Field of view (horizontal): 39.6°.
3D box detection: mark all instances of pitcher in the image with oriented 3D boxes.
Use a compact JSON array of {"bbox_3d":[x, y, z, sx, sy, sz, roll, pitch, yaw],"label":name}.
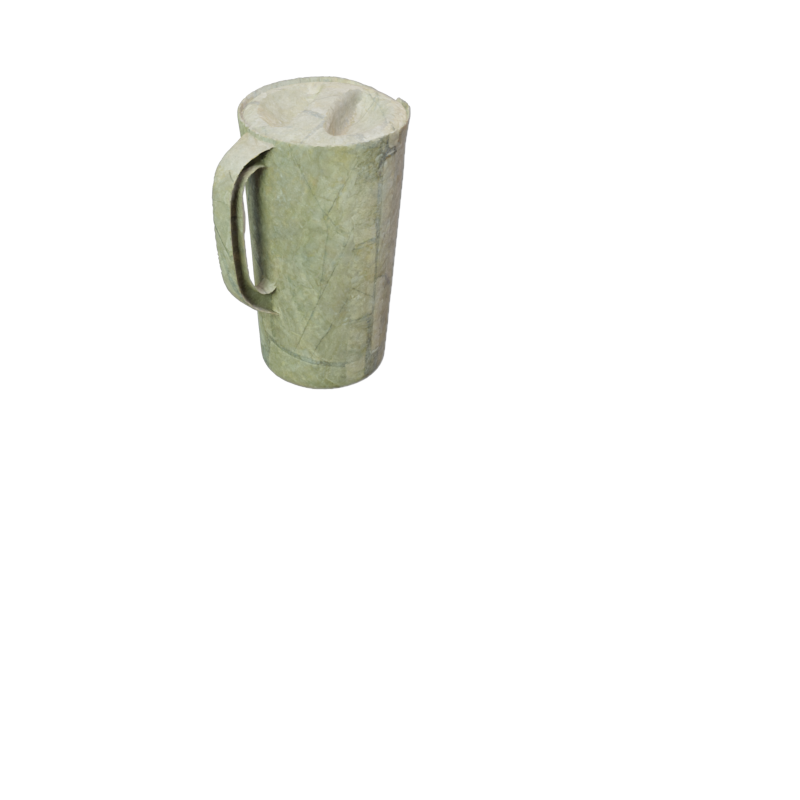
[{"bbox_3d":[-0.071,-0.129,0.902,0.149,0.228,0.155,0,33,-2],"label":"pitcher"}]
